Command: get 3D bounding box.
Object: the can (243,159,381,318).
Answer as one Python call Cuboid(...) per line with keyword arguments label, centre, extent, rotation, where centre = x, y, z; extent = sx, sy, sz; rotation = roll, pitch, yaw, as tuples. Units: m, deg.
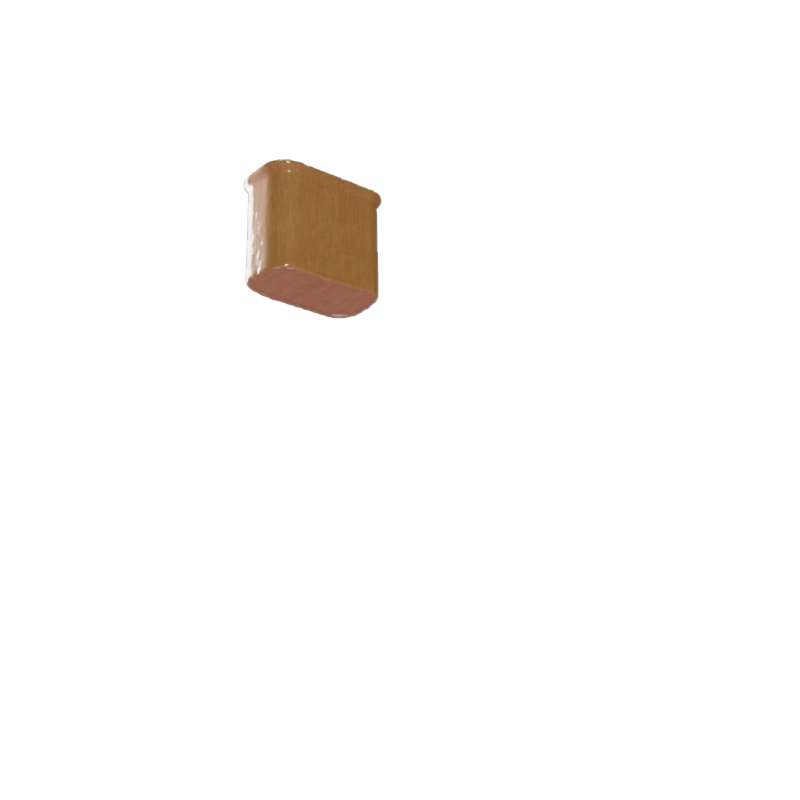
Cuboid(label="can", centre=(-0.062, -0.114, 0.795), extent=(0.097, 0.089, 0.057), rotation=(16, -30, -34))
